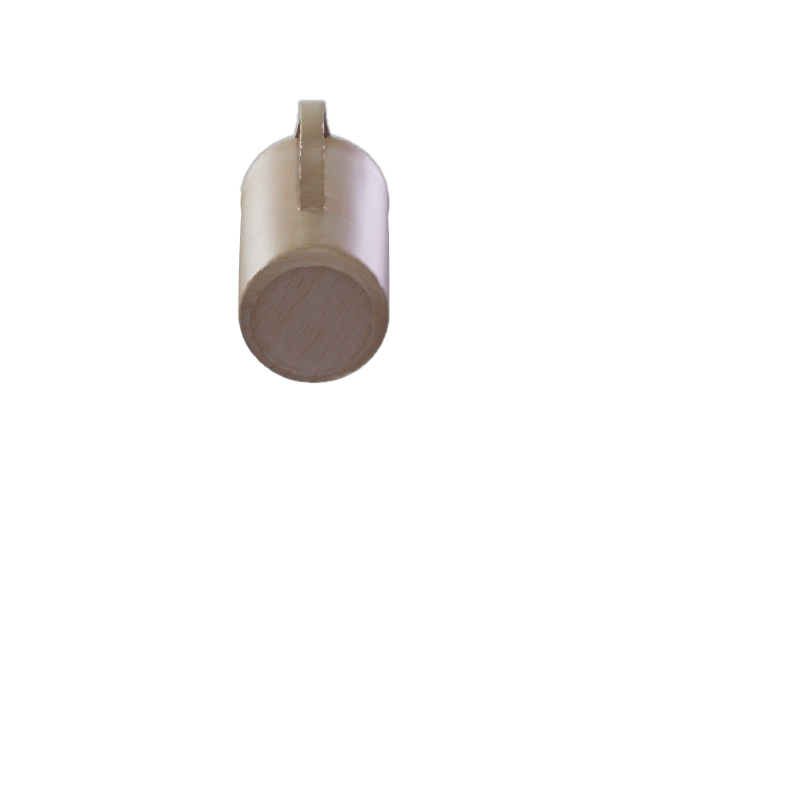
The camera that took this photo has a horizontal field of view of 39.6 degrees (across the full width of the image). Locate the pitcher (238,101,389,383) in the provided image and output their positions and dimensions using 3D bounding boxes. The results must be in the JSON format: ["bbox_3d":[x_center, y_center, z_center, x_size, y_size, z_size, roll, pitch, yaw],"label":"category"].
[{"bbox_3d":[-0.069,-0.126,0.884,0.142,0.143,0.257,42,18,-21],"label":"pitcher"}]
